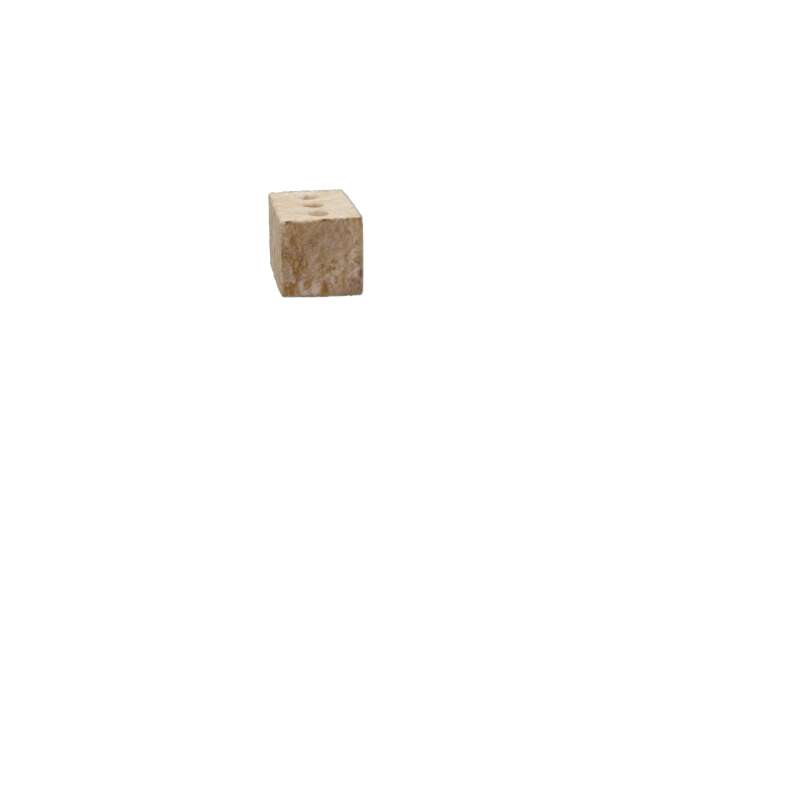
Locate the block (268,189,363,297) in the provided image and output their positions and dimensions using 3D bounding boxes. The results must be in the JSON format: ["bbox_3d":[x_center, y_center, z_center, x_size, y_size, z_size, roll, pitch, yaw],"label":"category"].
[{"bbox_3d":[-0.056,-0.103,0.719,0.052,0.049,0.082,-3,22,-11],"label":"block"}]
